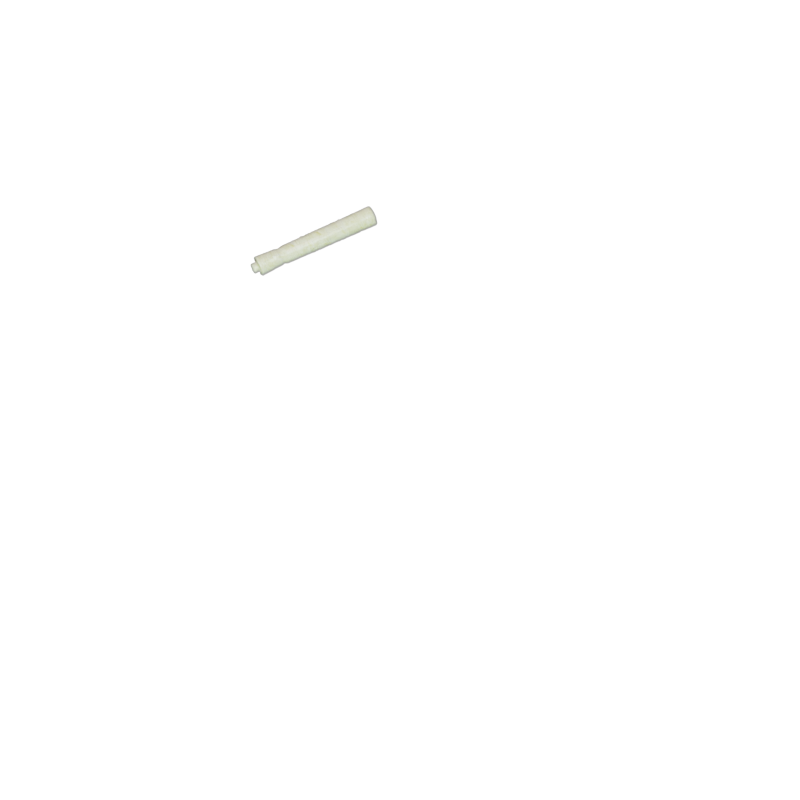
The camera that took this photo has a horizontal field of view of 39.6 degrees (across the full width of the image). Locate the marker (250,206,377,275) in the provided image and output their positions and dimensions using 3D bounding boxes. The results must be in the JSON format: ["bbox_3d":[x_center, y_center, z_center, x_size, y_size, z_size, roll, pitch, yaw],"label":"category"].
[{"bbox_3d":[-0.078,-0.142,0.997,0.121,0.019,0.020,-26,10,-11],"label":"marker"}]
